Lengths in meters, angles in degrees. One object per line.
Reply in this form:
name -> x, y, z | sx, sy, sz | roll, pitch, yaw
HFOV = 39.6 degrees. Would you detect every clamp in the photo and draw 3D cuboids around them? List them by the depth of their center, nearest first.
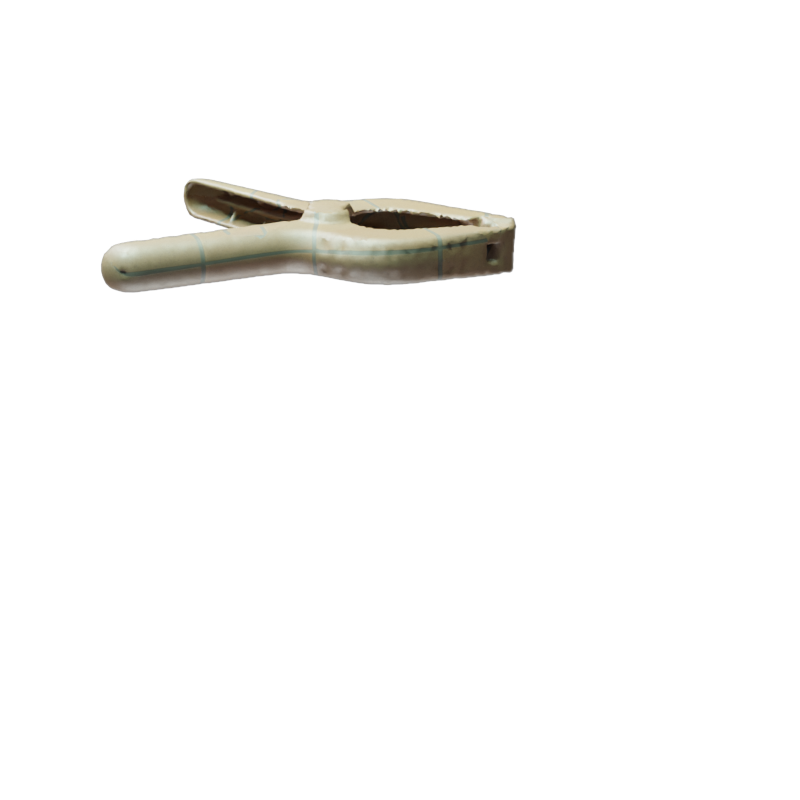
clamp -> -0.047, -0.085, 0.596 | 0.215, 0.035, 0.169 | 6, 25, 13
